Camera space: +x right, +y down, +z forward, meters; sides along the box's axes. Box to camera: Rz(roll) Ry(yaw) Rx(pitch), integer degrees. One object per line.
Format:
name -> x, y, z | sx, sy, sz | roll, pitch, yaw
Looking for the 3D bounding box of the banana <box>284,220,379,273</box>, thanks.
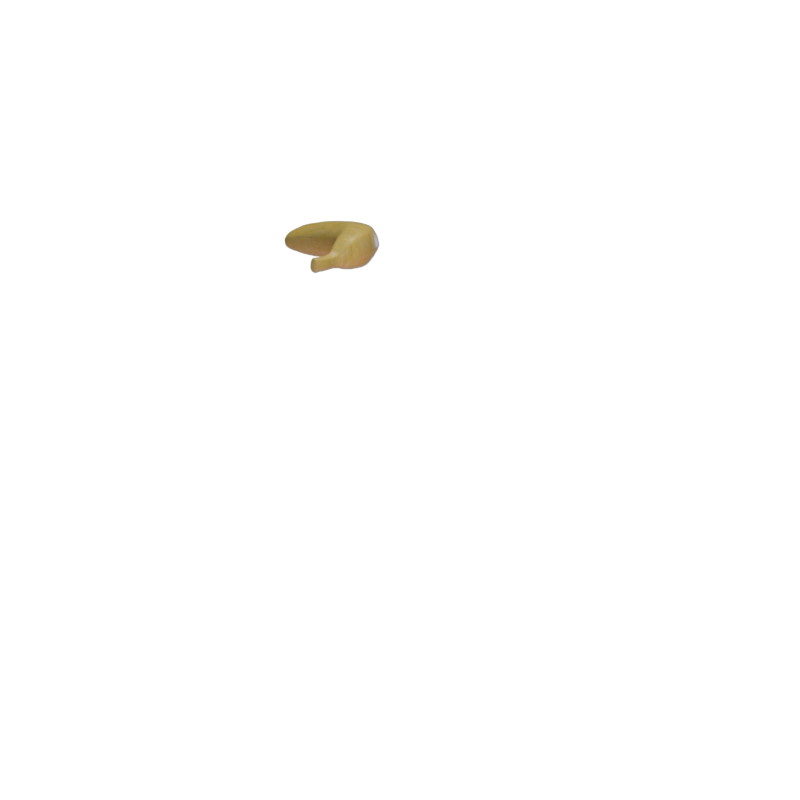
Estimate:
banana -> -0.059, -0.141, 0.991 | 0.069, 0.036, 0.204 | -2, 12, -11
